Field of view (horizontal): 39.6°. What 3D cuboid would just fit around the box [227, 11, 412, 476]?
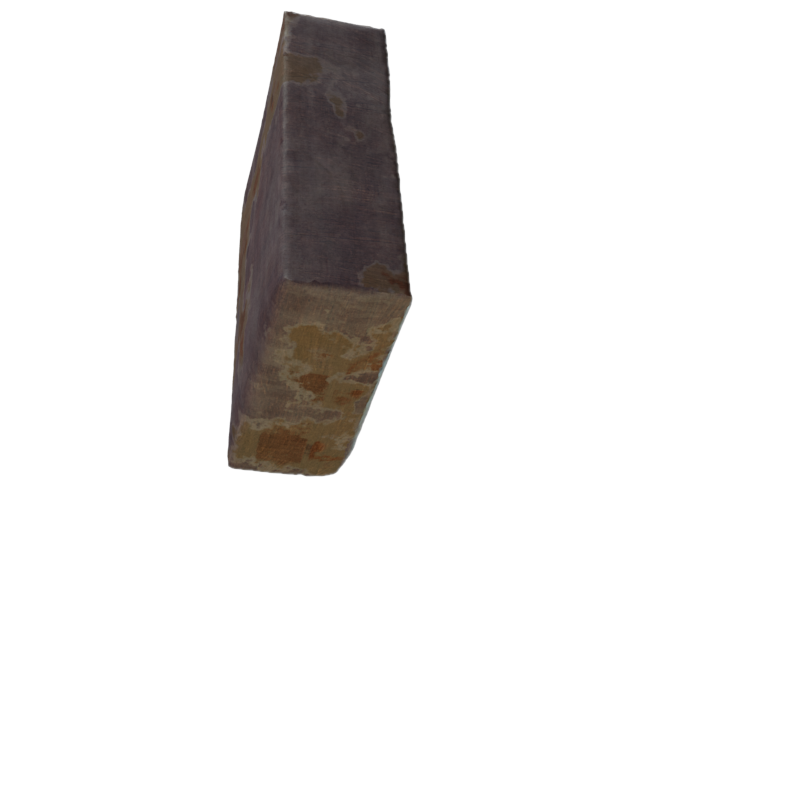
[{"bbox_3d":[-0.050,-0.090,0.634,0.070,0.229,0.155,8,-41,-13],"label":"box"}]
